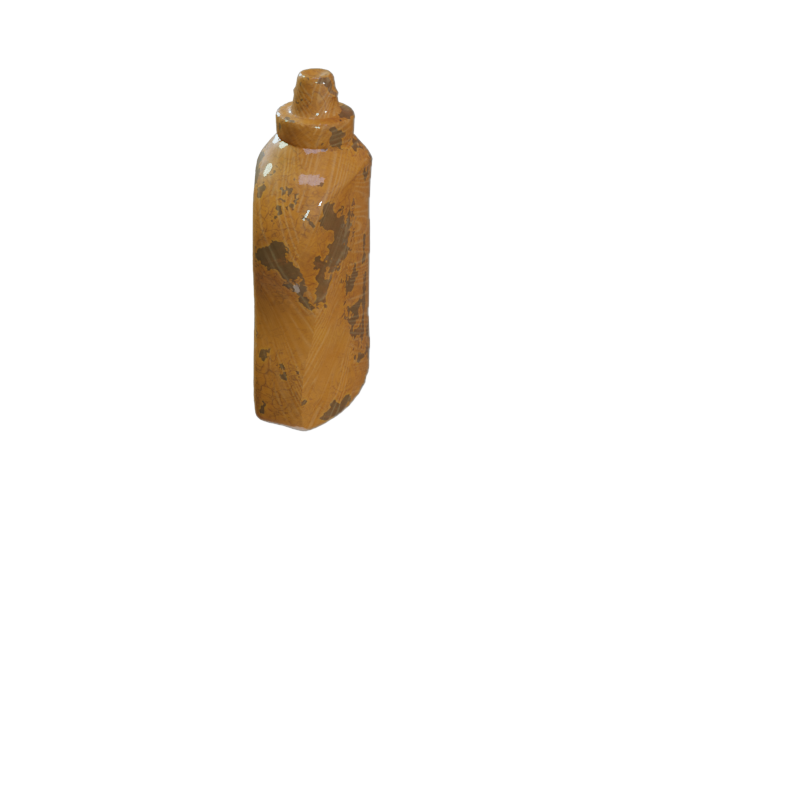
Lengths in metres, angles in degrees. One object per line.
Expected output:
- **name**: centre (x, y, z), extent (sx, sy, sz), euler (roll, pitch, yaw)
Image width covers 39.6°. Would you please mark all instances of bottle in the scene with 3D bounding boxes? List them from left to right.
- **bottle**: centre (-0.047, -0.086, 0.604), extent (0.060, 0.181, 0.098), euler (13, 31, 19)
